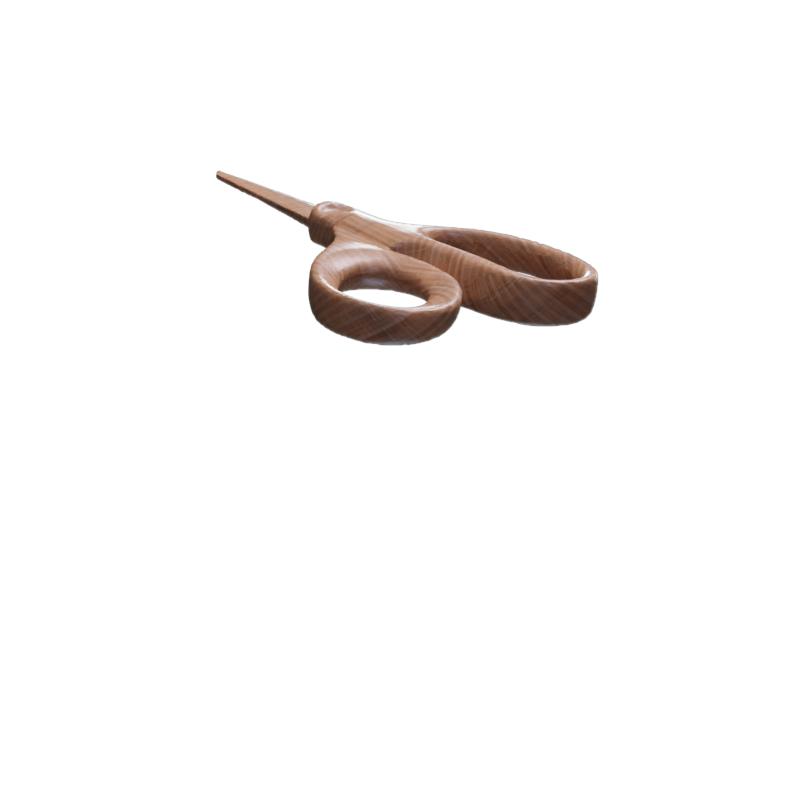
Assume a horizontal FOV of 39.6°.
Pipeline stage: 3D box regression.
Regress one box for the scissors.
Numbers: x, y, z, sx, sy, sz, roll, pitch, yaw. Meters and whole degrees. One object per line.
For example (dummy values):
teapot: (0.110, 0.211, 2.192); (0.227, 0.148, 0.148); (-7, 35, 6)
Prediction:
scissors: (-0.030, -0.055, 0.387); (0.214, 0.015, 0.095); (20, 31, 38)
